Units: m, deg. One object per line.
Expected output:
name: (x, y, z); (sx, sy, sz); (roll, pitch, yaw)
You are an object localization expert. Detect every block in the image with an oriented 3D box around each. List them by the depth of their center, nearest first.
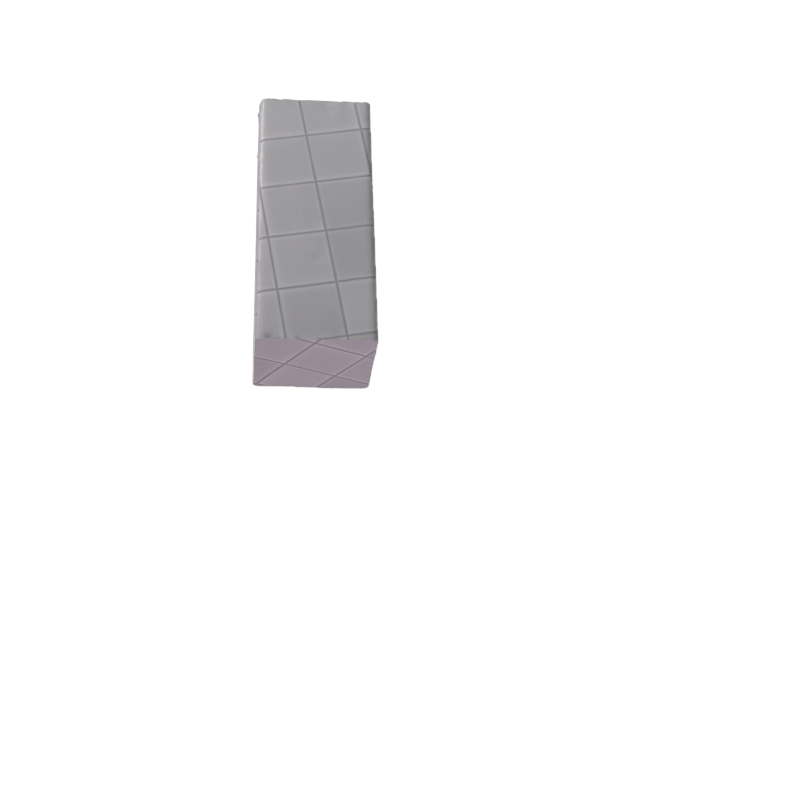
block: (-0.068, -0.122, 0.856); (0.090, 0.219, 0.086); (1, -27, -5)
